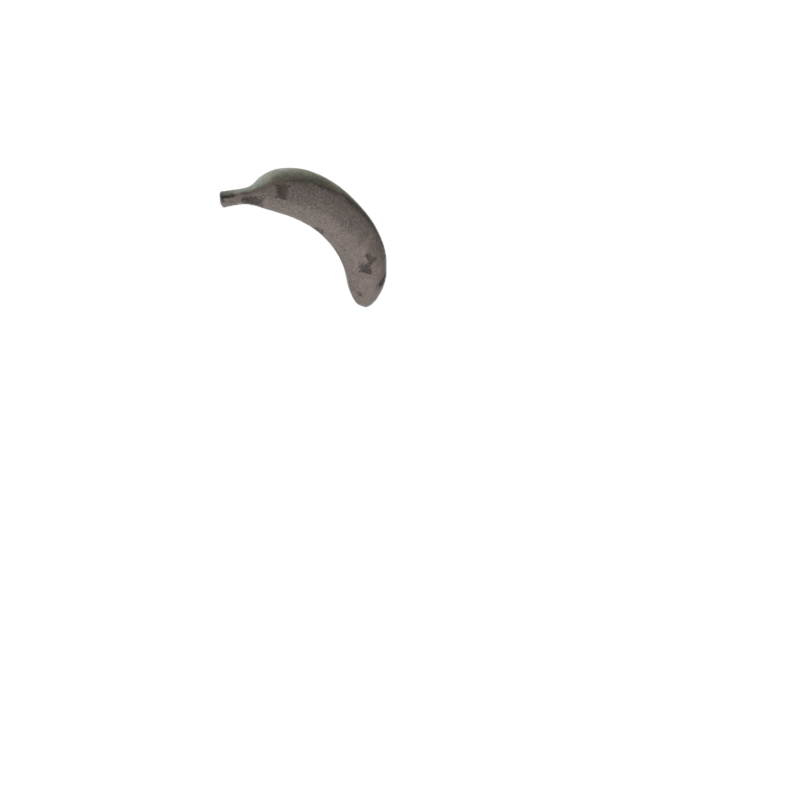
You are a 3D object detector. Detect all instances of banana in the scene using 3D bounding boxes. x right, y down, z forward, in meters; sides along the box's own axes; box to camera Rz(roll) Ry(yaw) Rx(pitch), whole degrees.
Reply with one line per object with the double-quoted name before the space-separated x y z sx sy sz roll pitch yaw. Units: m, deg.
"banana" -0.055 -0.132 0.869 0.070 0.039 0.183 -19 -34 29
